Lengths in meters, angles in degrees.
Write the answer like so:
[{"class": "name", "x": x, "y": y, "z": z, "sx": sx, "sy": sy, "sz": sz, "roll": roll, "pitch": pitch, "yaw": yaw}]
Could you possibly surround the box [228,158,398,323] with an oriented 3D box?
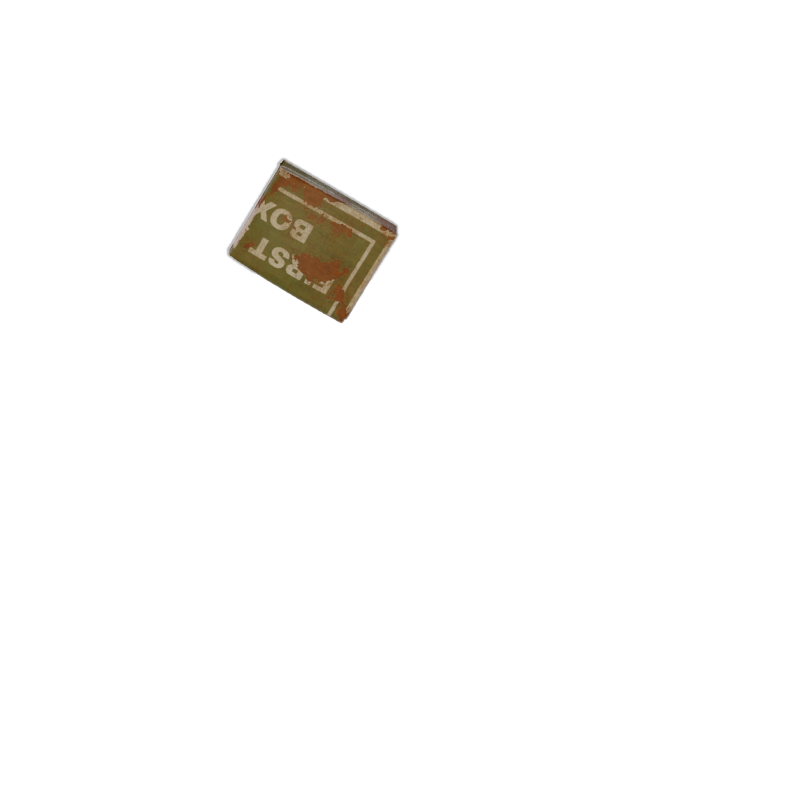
[{"class": "box", "x": -0.071, "y": -0.129, "z": 0.907, "sx": 0.111, "sy": 0.088, "sz": 0.040, "roll": 30, "pitch": 14, "yaw": -9}]
